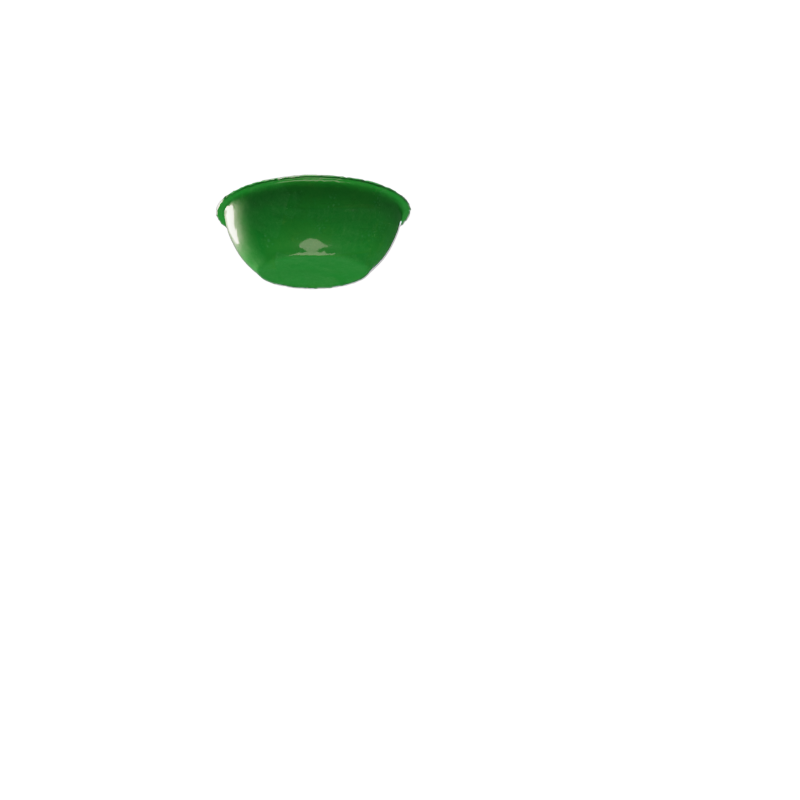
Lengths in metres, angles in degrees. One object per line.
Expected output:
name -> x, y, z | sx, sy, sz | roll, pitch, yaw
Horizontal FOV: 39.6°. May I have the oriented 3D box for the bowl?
bowl -> -0.072, -0.131, 0.915 | 0.162, 0.057, 0.156 | 0, -13, -2
